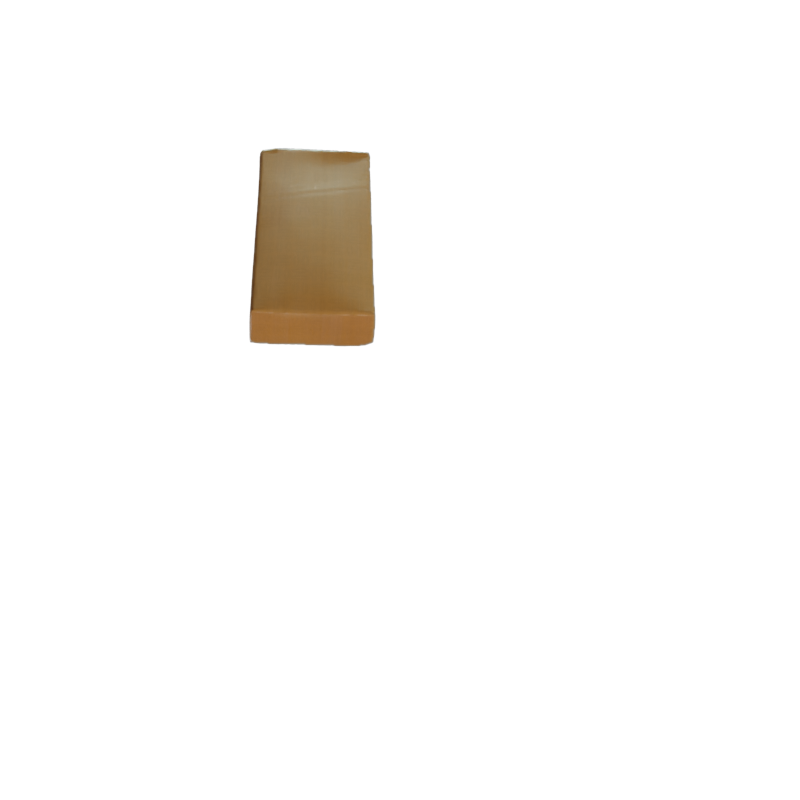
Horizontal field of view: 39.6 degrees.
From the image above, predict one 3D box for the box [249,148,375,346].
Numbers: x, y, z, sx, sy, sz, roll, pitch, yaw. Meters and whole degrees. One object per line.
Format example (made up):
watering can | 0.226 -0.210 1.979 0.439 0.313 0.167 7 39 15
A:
box | -0.068 -0.124 0.867 0.093 0.189 0.045 0 -38 -4
